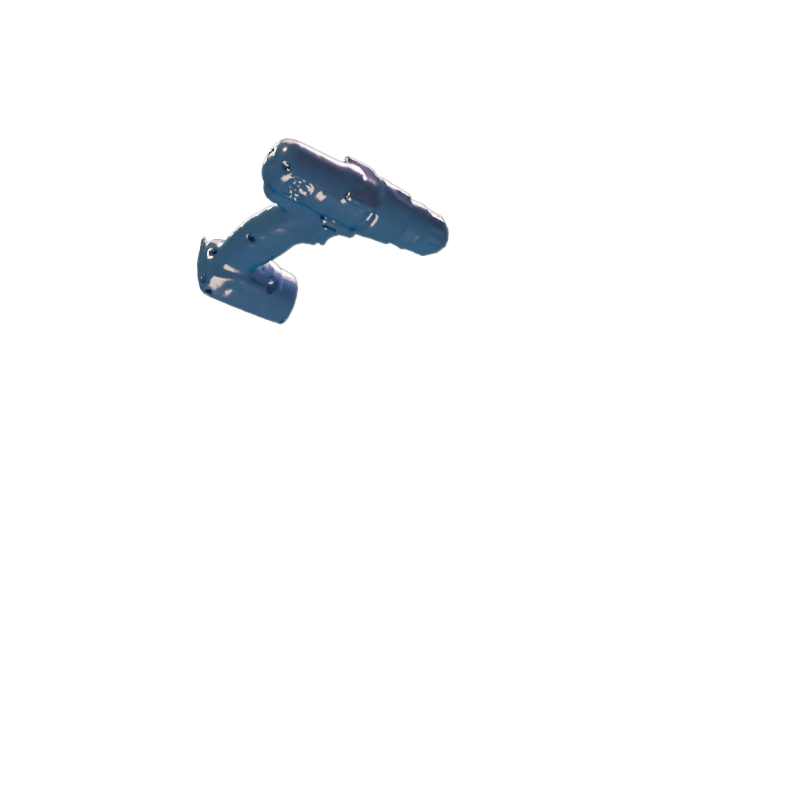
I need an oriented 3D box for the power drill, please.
[{"bbox_3d":[-0.076,-0.139,0.974,0.175,0.061,0.185,25,-43,-30],"label":"power drill"}]
